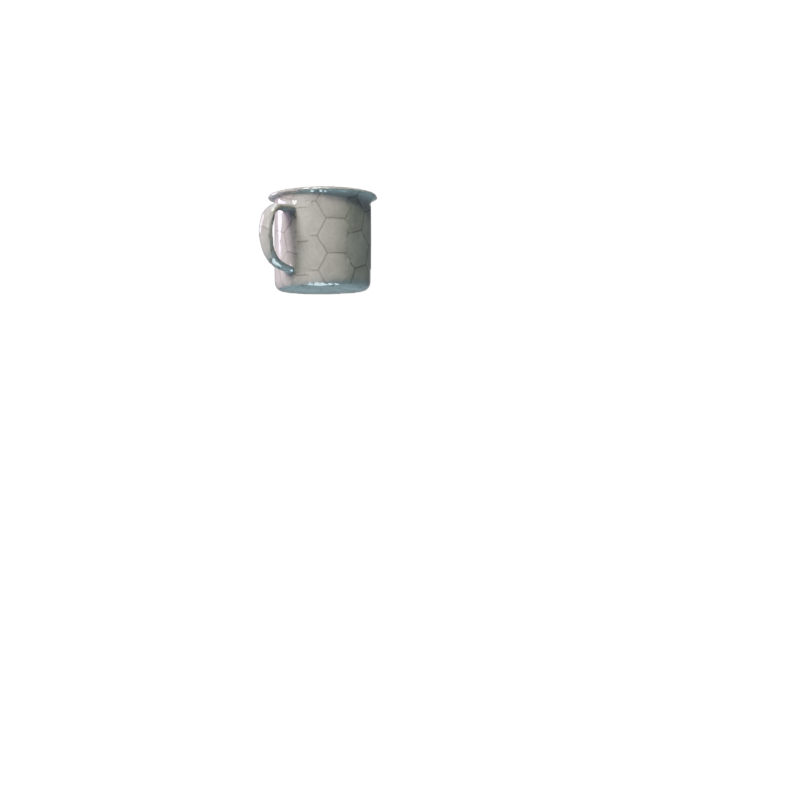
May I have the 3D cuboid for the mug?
[{"bbox_3d":[-0.073,-0.133,0.934,0.096,0.083,0.112,-3,-4,39],"label":"mug"}]
